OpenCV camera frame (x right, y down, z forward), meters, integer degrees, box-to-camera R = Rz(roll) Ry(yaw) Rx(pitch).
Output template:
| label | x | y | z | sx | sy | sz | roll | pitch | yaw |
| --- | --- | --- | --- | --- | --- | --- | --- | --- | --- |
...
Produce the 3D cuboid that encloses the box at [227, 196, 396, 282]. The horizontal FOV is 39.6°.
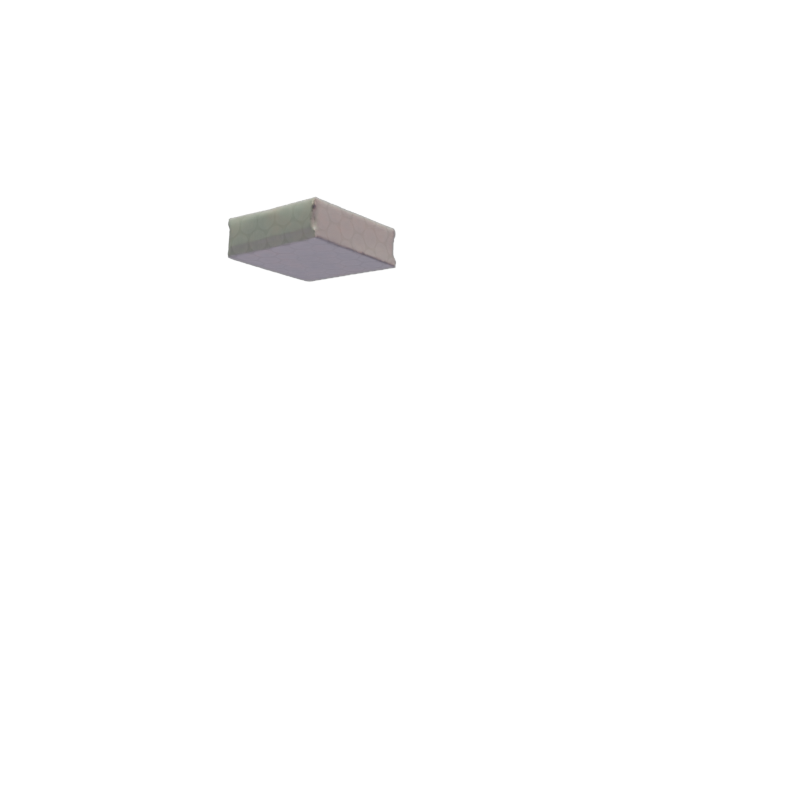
| label | x | y | z | sx | sy | sz | roll | pitch | yaw |
| --- | --- | --- | --- | --- | --- | --- | --- | --- | --- |
| box | -0.056 | -0.103 | 0.723 | 0.075 | 0.031 | 0.084 | -7 | -11 | 36 |
